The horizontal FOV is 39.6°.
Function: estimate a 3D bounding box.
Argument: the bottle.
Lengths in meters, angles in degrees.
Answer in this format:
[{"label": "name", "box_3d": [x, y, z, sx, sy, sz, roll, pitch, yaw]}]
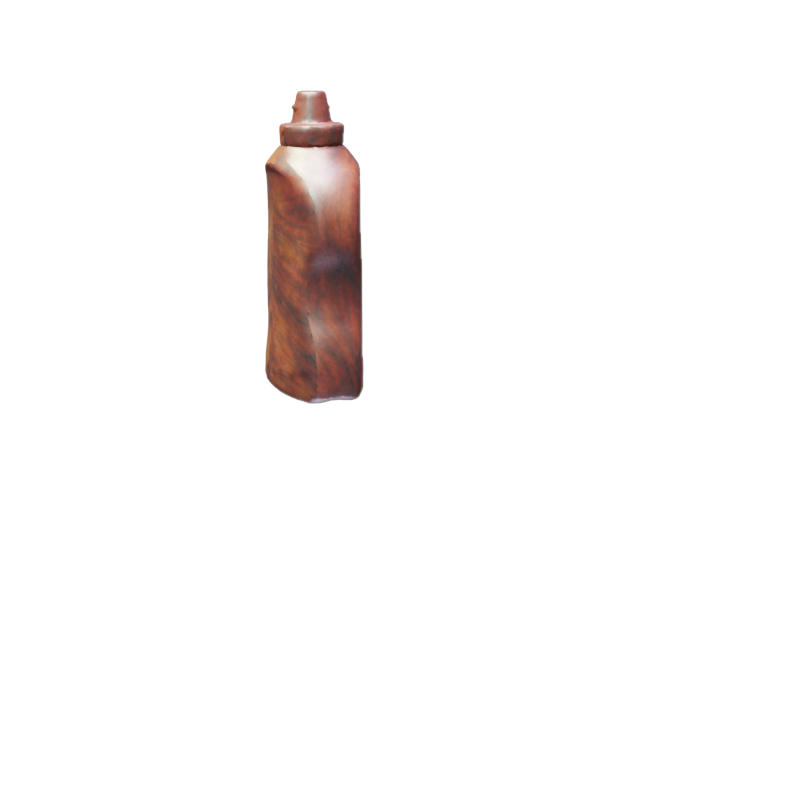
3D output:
[{"label": "bottle", "box_3d": [-0.056, -0.101, 0.711, 0.057, 0.187, 0.101, -3, 12, -20]}]
